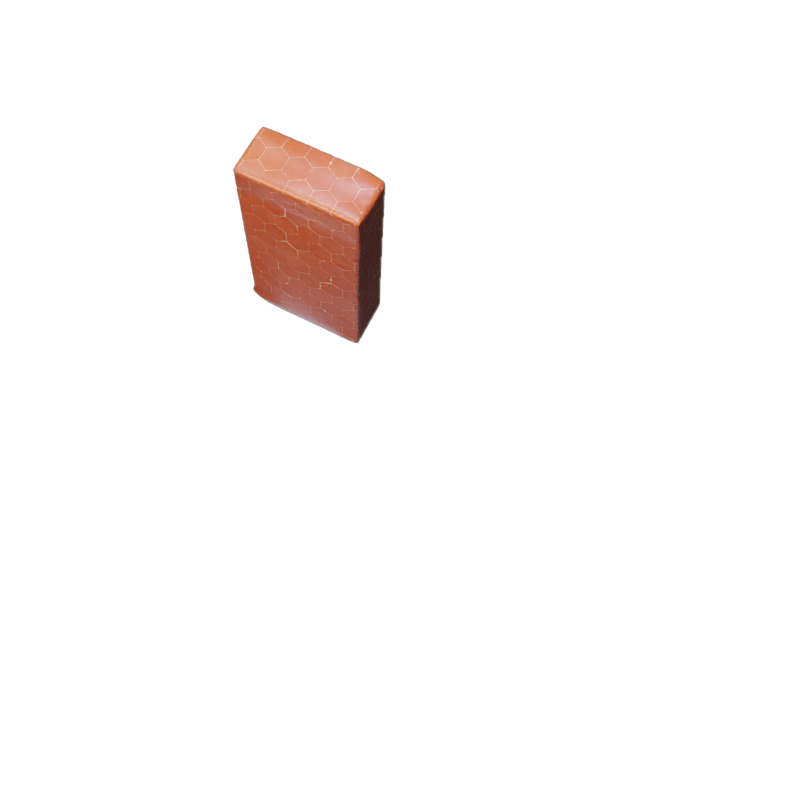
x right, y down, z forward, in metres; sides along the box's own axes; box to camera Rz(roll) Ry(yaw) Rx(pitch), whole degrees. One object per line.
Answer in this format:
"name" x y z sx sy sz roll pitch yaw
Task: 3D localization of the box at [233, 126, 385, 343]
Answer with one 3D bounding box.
"box" -0.060 -0.110 0.769 0.096 0.049 0.166 27 -24 10
